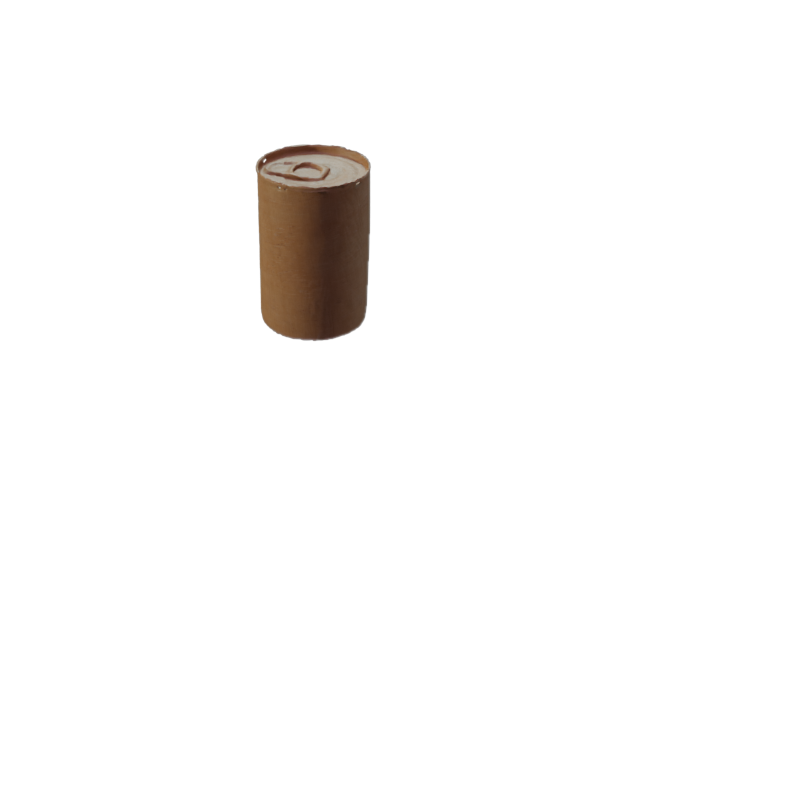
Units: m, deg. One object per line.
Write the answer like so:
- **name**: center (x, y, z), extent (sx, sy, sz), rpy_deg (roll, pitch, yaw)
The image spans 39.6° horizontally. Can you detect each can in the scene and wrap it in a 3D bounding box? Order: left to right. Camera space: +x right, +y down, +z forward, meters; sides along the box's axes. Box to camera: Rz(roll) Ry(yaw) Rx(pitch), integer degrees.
- **can**: center (-0.053, -0.096, 0.673), extent (0.068, 0.096, 0.073), rpy_deg (0, 29, -2)
